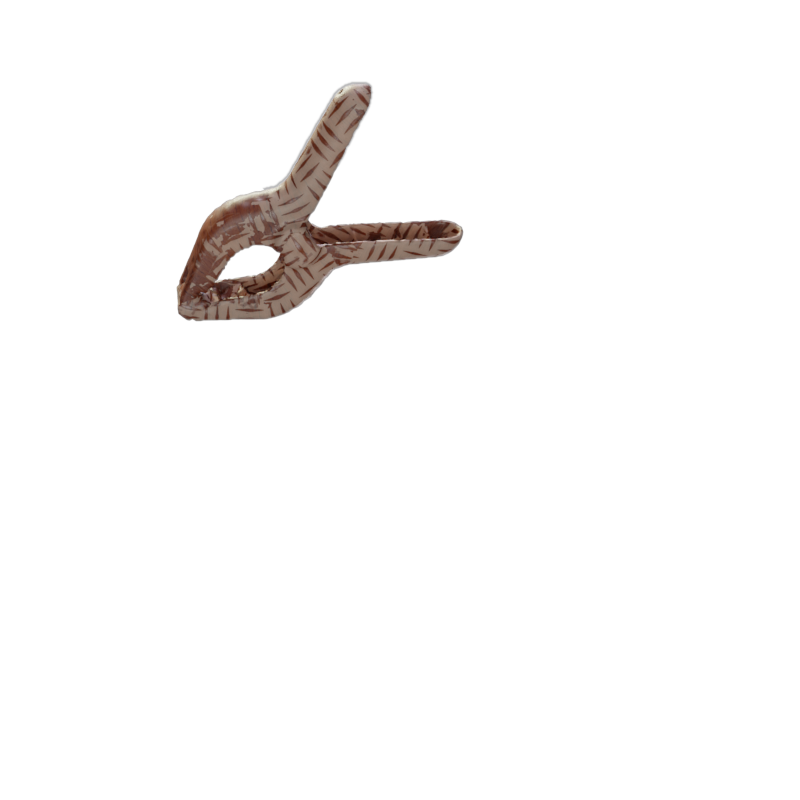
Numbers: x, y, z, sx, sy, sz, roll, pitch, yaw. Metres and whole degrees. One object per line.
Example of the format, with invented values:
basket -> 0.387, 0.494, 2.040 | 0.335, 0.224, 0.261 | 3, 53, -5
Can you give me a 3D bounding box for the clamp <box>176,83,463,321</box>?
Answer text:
clamp -> -0.051, -0.093, 0.650 | 0.170, 0.114, 0.041 | -36, 21, 16
